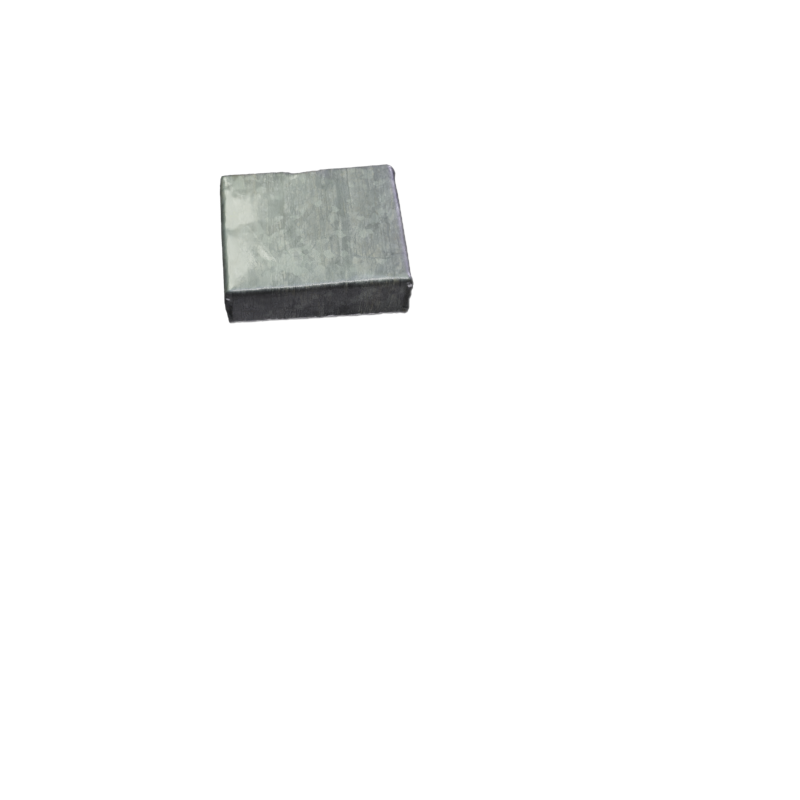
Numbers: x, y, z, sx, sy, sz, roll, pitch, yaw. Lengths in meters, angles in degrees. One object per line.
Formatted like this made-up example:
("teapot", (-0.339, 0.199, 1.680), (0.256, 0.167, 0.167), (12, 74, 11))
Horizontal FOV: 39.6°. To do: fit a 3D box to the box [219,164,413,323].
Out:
("box", (-0.042, -0.077, 0.541), (0.089, 0.078, 0.028), (-5, -35, -4))
